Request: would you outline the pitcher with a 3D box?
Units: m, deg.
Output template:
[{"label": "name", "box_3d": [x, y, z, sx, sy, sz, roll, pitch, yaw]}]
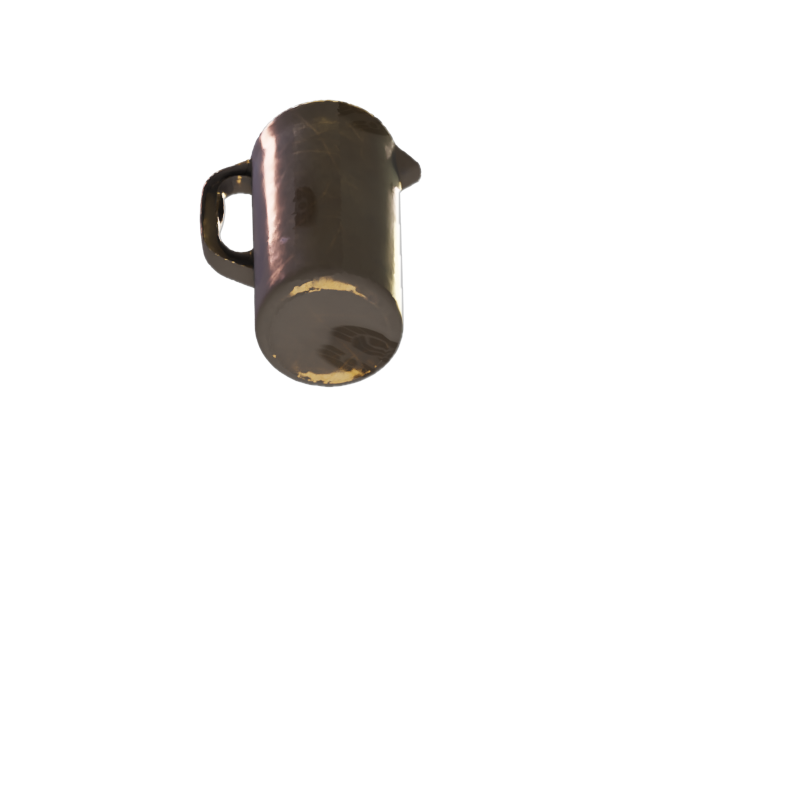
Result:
[{"label": "pitcher", "box_3d": [-0.070, -0.127, 0.889, 0.137, 0.260, 0.147, 36, -61, -28]}]
